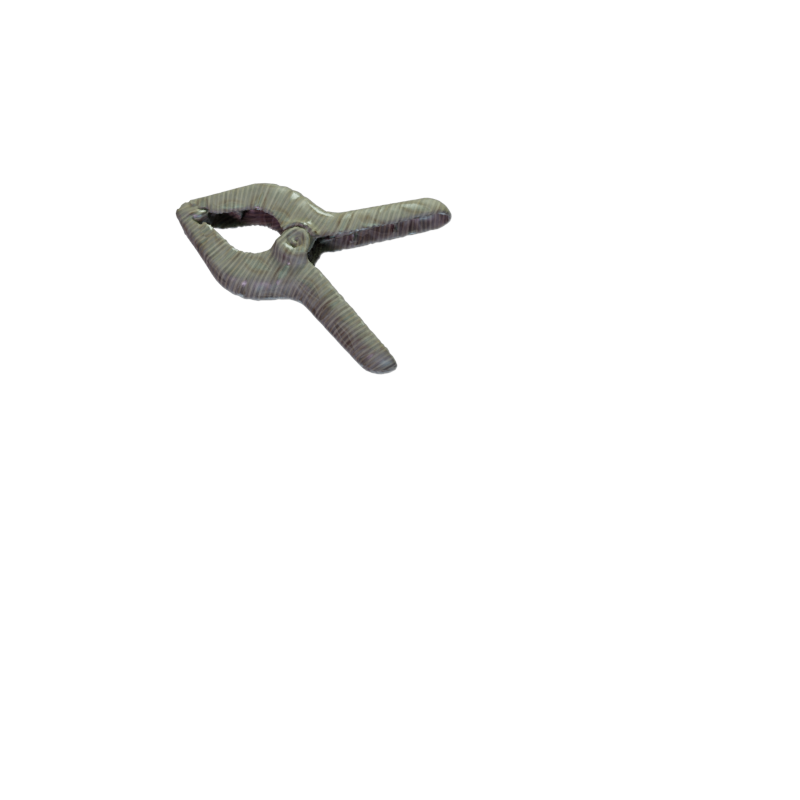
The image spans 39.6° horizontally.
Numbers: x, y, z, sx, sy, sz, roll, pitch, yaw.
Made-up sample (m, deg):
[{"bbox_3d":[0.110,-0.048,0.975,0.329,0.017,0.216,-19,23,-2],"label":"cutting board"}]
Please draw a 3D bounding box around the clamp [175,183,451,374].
[{"bbox_3d":[-0.055,-0.100,0.701,0.177,0.124,0.037,26,-26,14],"label":"clamp"}]
